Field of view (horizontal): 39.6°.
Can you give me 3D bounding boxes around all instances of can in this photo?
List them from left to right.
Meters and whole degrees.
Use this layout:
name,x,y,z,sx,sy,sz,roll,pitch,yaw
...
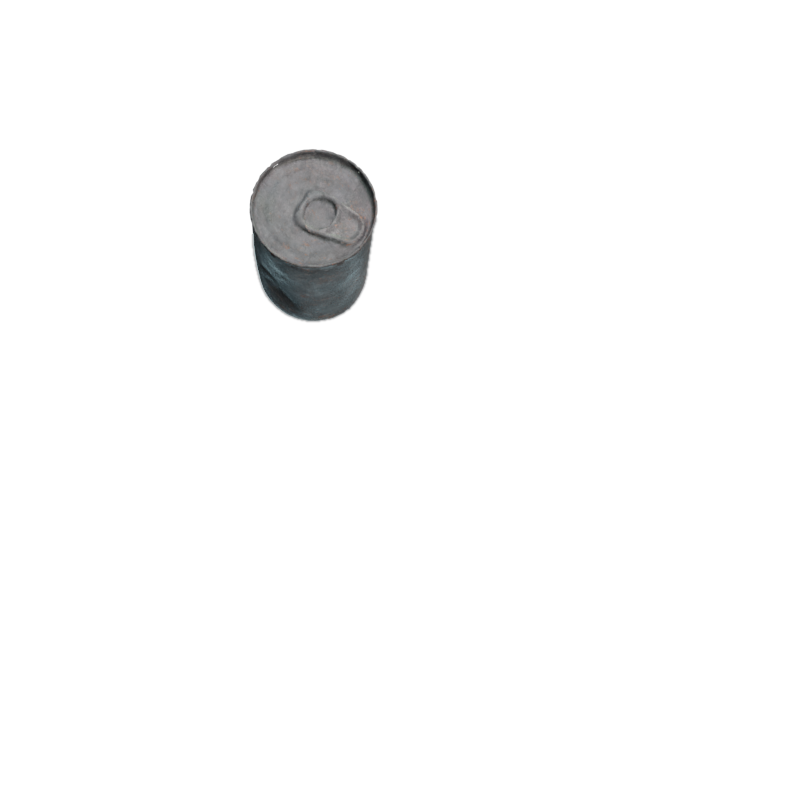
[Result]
name,x,y,z,sx,sy,sz,roll,pitch,yaw
can,-0.050,-0.090,0.633,0.068,0.072,0.098,0,-16,-3
